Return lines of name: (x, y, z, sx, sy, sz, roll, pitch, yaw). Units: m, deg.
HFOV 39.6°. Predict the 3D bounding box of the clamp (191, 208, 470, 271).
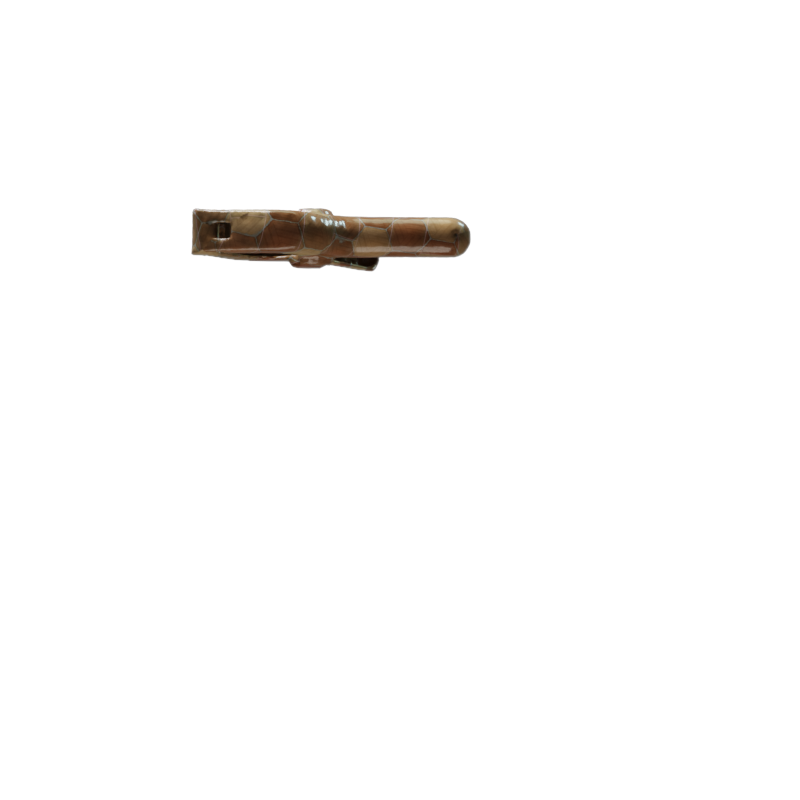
clamp: (-0.056, -0.101, 0.710, 0.166, 0.040, 0.121, 2, -7, -22)
